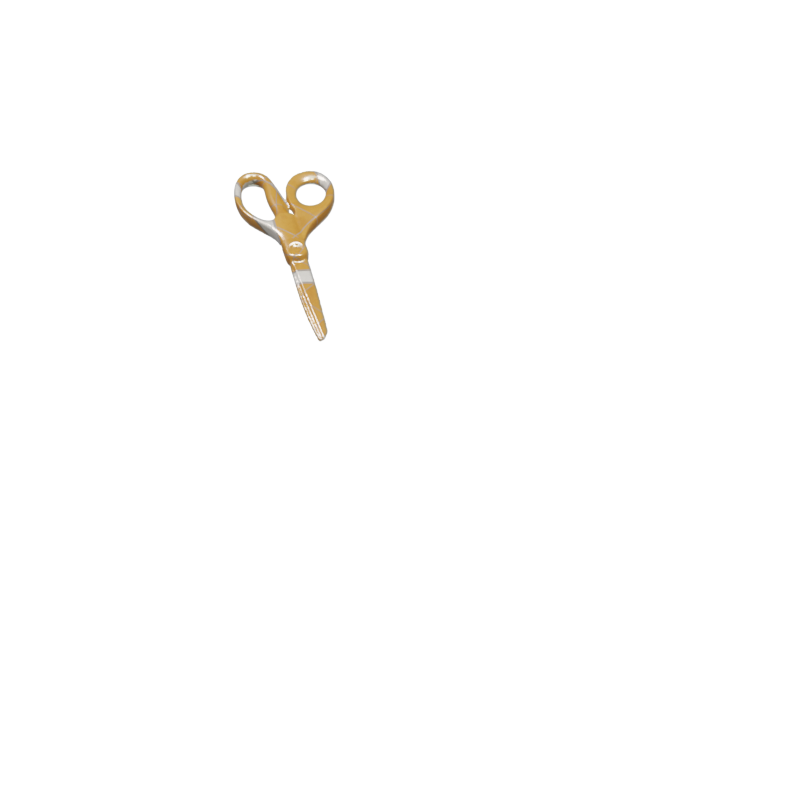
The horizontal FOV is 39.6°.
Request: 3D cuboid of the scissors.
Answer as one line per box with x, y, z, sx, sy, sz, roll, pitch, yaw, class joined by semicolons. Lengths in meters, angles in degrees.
-0.073;-0.133;0.933;0.095;0.015;0.218;-22;51;-19;scissors
